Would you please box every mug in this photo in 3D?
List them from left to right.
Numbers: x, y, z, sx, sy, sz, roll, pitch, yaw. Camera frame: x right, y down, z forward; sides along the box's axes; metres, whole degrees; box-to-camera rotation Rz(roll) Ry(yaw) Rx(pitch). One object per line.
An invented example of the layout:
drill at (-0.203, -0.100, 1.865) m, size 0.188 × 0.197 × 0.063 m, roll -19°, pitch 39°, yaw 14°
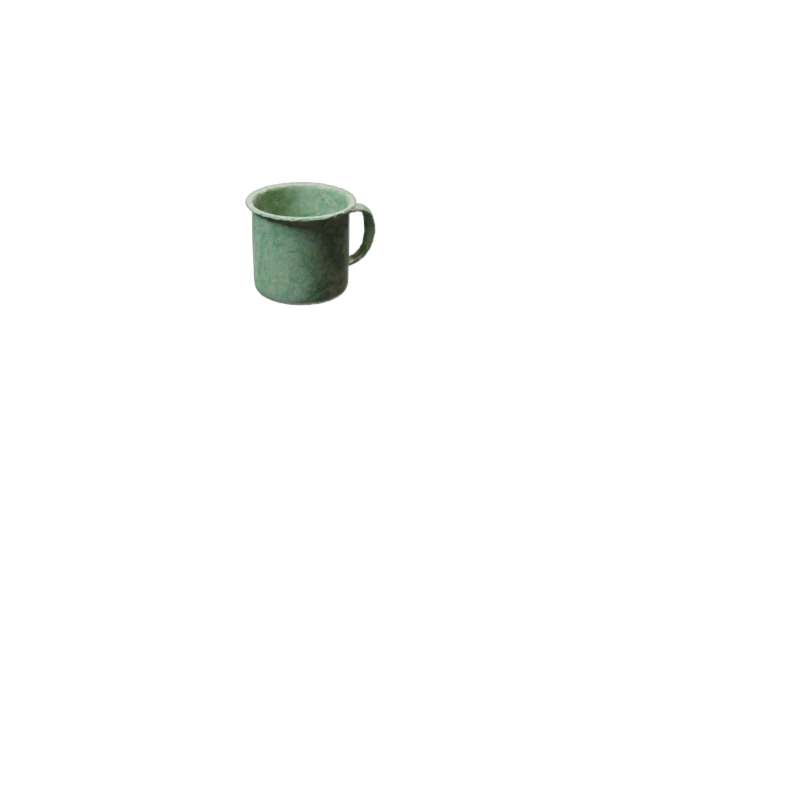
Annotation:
mug at (-0.074, -0.135, 0.946) m, size 0.115 × 0.077 × 0.100 m, roll -15°, pitch 30°, yaw -28°
